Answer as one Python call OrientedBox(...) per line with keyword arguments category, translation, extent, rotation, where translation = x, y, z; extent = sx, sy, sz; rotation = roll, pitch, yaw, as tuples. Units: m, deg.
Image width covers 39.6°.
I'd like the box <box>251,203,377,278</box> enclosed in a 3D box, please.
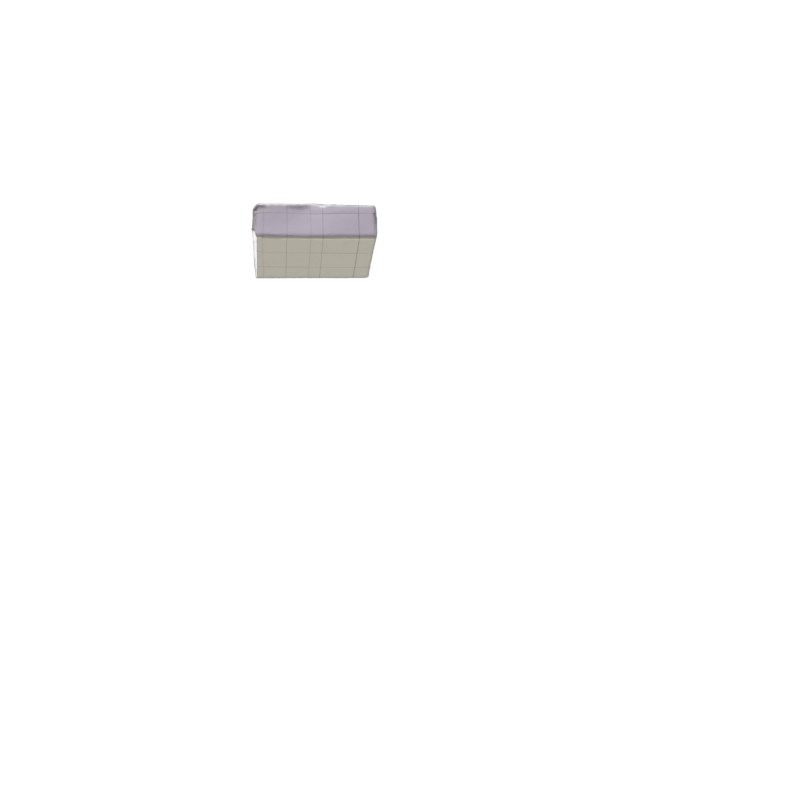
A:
OrientedBox(category="box", translation=(-0.064, -0.117, 0.816), extent=(0.089, 0.032, 0.070), rotation=(1, -19, -3))
